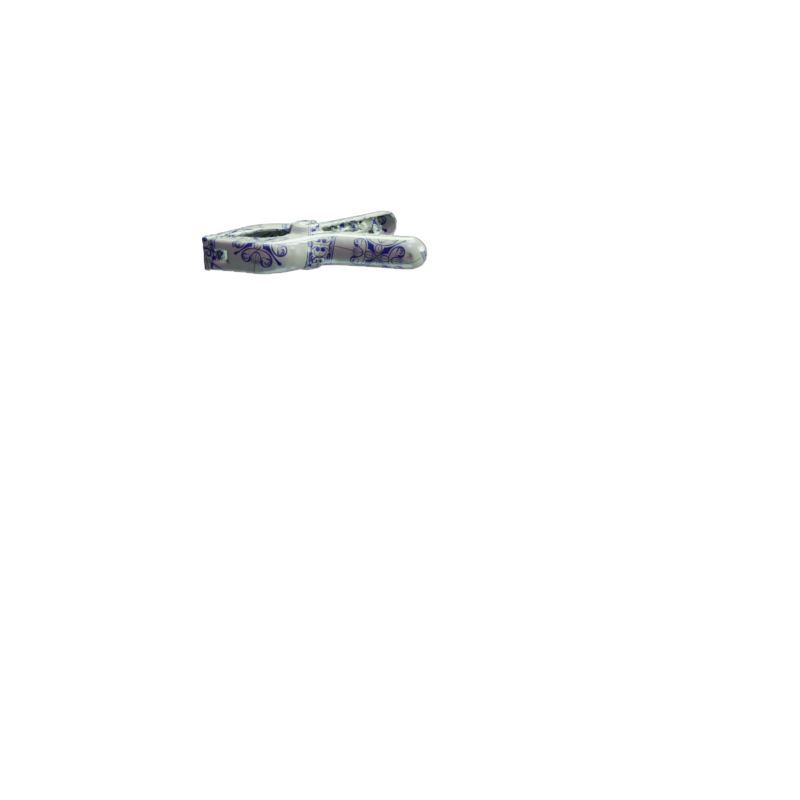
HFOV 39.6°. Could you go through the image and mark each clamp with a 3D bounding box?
[{"bbox_3d":[-0.069,-0.126,0.881,0.171,0.038,0.123,0,15,-1],"label":"clamp"}]
